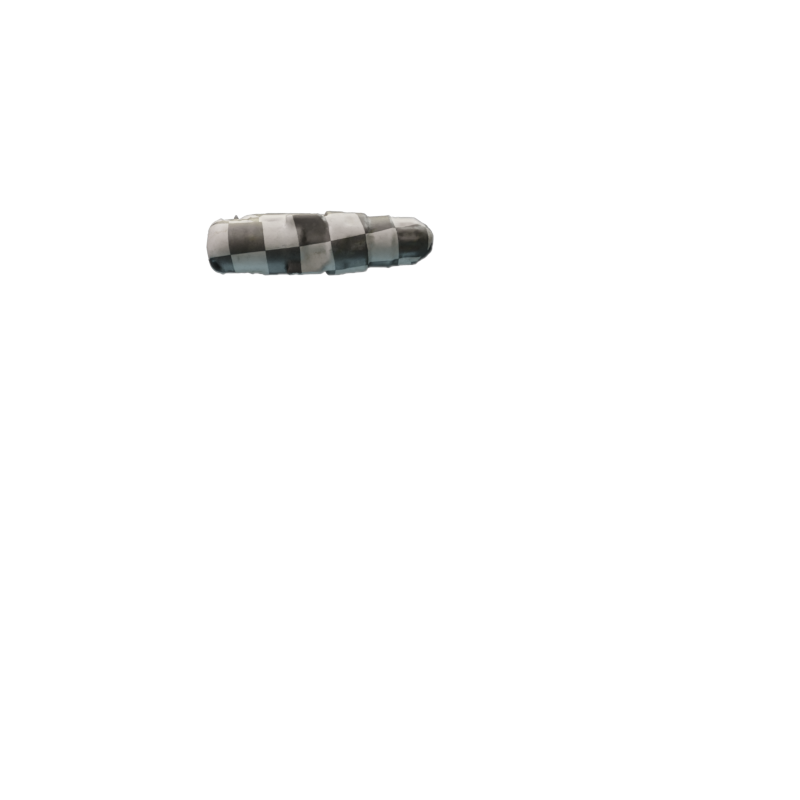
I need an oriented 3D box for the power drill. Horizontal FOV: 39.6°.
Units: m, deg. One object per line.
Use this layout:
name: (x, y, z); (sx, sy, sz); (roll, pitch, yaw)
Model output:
power drill: (-0.076, -0.138, 0.968); (0.183, 0.057, 0.191); (-1, 7, -7)
